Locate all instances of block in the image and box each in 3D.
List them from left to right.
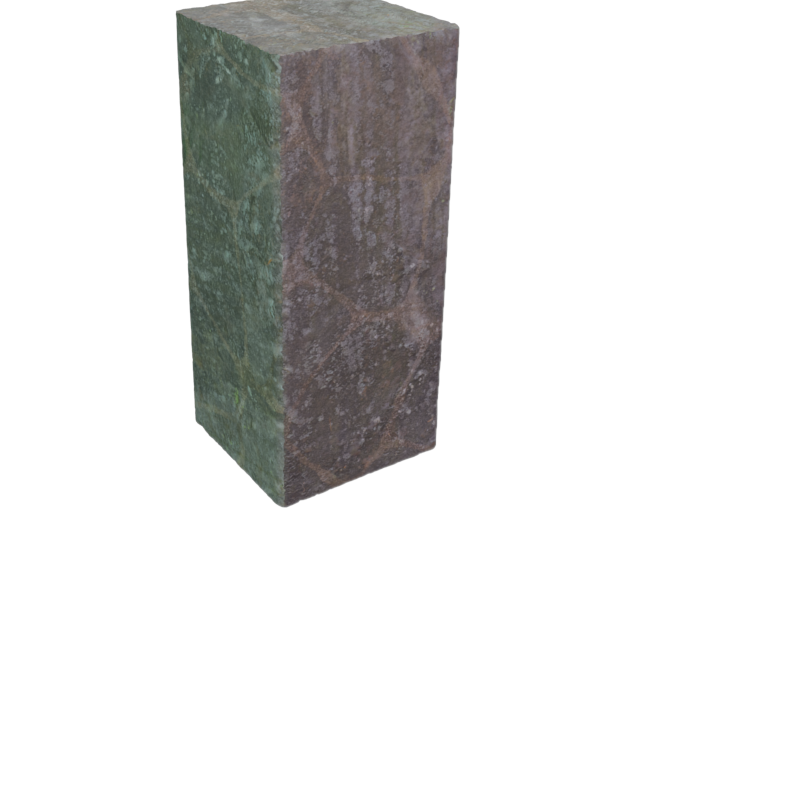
[{"bbox_3d":[-0.040,-0.072,0.505,0.089,0.195,0.097,-16,32,-32],"label":"block"}]
